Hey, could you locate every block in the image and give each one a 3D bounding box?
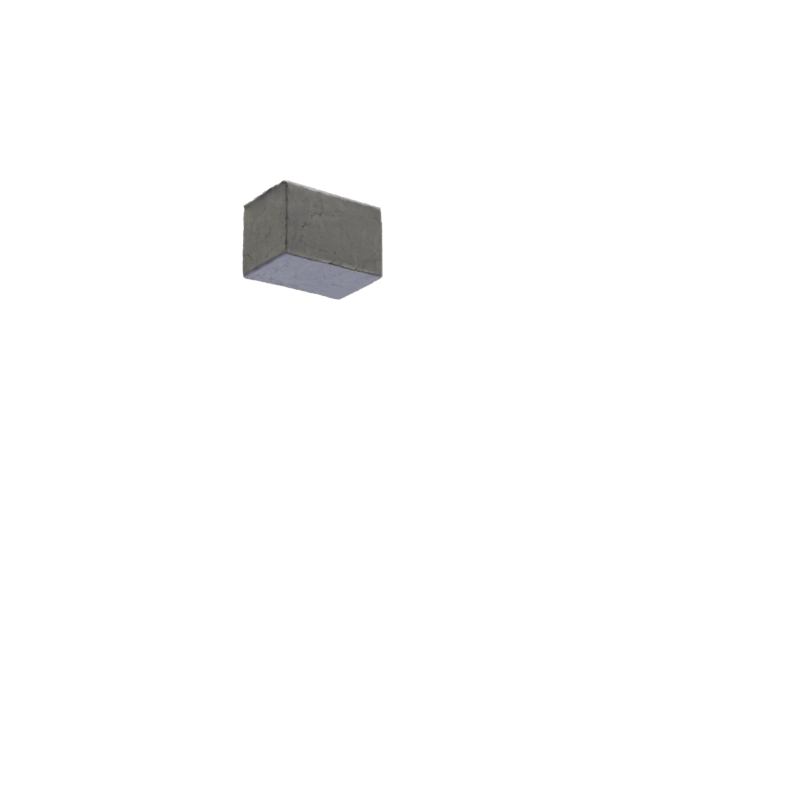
[{"bbox_3d":[-0.056,-0.103,0.719,0.074,0.054,0.053,12,-22,-35],"label":"block"}]
